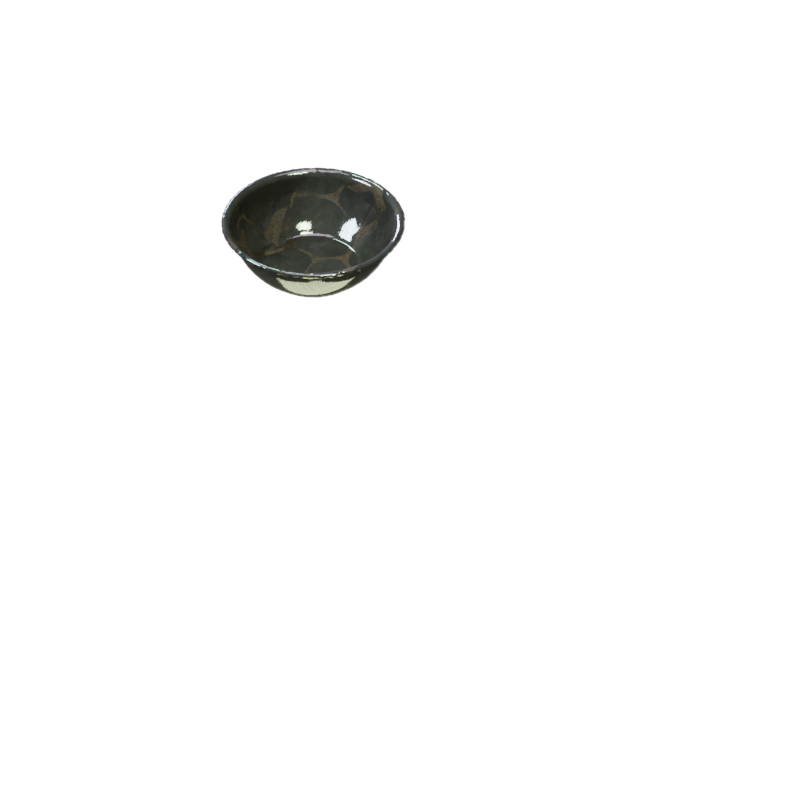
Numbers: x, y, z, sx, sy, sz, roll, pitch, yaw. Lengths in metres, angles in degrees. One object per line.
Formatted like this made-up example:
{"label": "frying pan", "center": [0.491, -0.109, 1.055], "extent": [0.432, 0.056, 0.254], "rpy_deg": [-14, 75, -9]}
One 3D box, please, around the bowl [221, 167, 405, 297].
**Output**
{"label": "bowl", "center": [-0.077, -0.141, 0.989], "extent": [0.162, 0.051, 0.174], "rpy_deg": [-1, 42, -1]}
